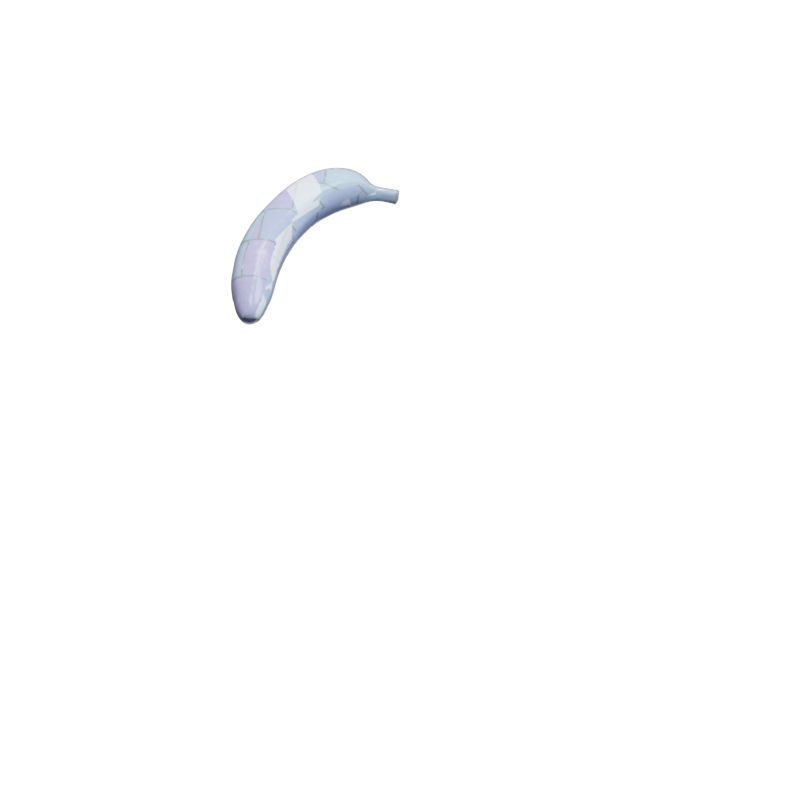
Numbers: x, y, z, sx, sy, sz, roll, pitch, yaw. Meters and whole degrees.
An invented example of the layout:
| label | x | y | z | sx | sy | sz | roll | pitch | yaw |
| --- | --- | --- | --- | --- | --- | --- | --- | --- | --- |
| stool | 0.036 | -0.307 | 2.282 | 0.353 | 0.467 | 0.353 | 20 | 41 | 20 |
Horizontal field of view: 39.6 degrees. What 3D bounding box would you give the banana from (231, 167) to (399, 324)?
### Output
| label | x | y | z | sx | sy | sz | roll | pitch | yaw |
| --- | --- | --- | --- | --- | --- | --- | --- | --- | --- |
| banana | -0.081 | -0.135 | 0.878 | 0.073 | 0.034 | 0.202 | 26 | 51 | 23 |
